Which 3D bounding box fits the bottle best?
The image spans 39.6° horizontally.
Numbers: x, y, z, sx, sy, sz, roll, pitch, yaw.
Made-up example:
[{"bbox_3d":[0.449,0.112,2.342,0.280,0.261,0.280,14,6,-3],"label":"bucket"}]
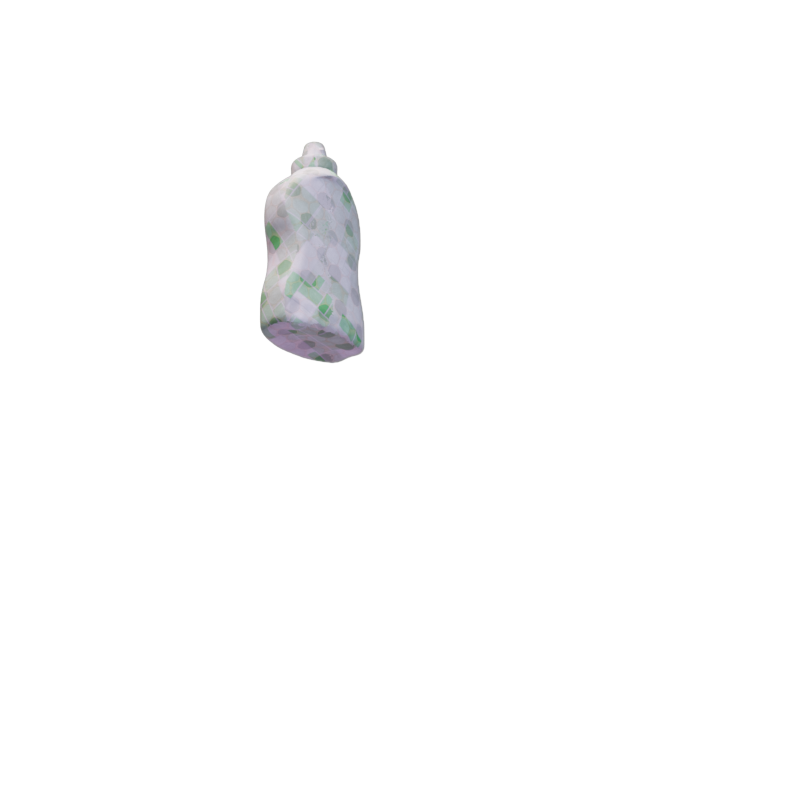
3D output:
[{"bbox_3d":[-0.073,-0.134,0.938,0.059,0.203,0.090,-25,-34,38],"label":"bottle"}]
